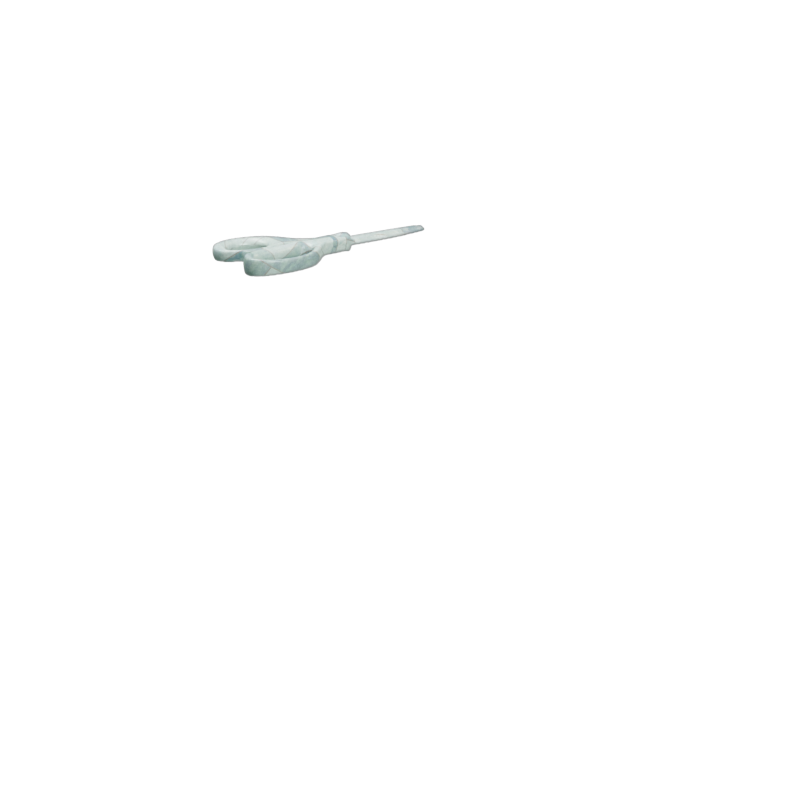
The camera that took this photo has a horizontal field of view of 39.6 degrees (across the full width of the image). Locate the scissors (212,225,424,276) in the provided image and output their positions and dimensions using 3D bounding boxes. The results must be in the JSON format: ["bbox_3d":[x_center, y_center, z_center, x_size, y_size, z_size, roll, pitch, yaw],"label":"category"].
[{"bbox_3d":[-0.070,-0.128,0.896,0.100,0.015,0.200,11,22,29],"label":"scissors"}]
